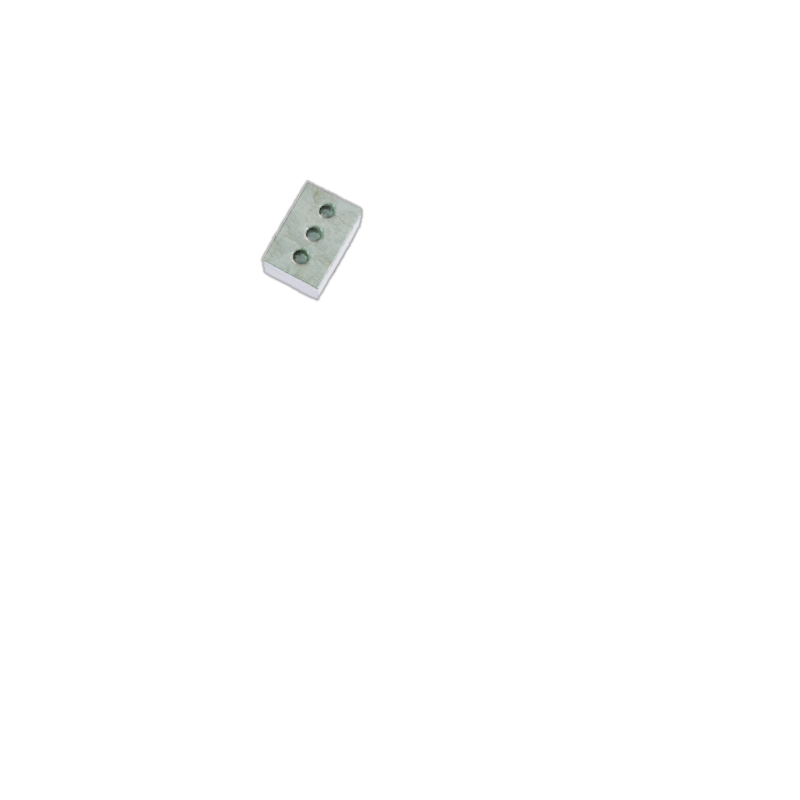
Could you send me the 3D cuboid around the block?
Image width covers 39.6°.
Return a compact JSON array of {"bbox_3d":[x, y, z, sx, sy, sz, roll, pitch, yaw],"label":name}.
[{"bbox_3d":[-0.071,-0.130,0.910,0.053,0.079,0.050,27,-12,3],"label":"block"}]
